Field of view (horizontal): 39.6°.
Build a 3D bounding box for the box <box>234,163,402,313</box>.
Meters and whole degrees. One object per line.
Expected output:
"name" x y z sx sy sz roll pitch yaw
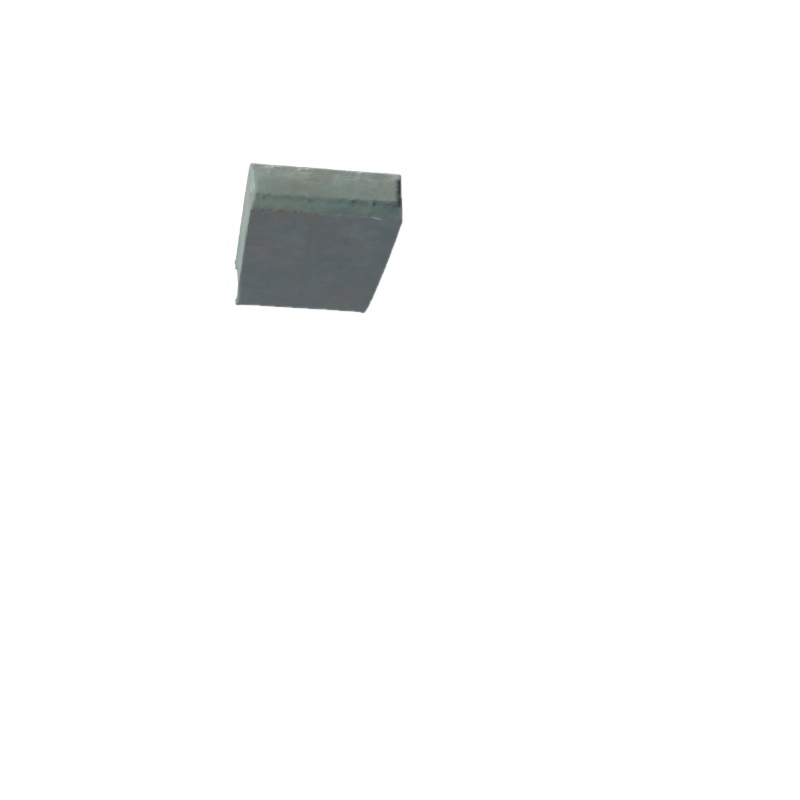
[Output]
"box" -0.053 -0.097 0.677 0.089 0.041 0.108 5 -30 -10
